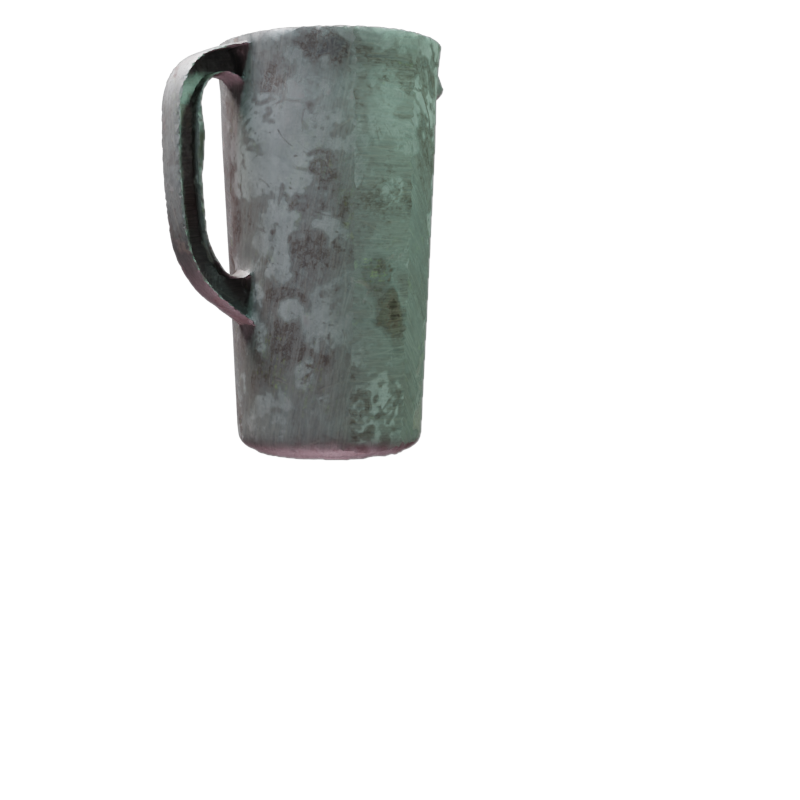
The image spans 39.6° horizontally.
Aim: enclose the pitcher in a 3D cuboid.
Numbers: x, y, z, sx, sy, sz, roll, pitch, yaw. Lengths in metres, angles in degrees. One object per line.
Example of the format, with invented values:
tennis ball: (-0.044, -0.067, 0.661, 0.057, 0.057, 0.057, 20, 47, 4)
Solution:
pitcher: (-0.051, -0.093, 0.649, 0.151, 0.244, 0.143, 0, 0, 7)
